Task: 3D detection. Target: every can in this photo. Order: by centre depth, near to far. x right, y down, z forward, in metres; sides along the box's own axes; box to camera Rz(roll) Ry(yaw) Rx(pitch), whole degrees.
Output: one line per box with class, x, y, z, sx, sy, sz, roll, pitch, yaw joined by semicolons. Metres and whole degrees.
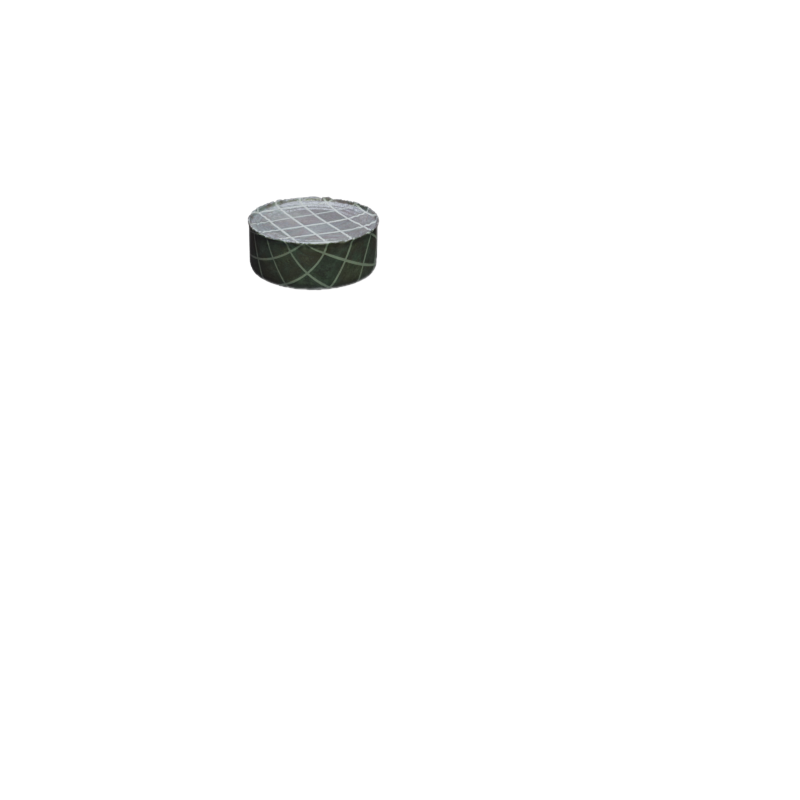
can;-0.057;-0.104;0.729;0.086;0.032;0.091;-1;28;-2
